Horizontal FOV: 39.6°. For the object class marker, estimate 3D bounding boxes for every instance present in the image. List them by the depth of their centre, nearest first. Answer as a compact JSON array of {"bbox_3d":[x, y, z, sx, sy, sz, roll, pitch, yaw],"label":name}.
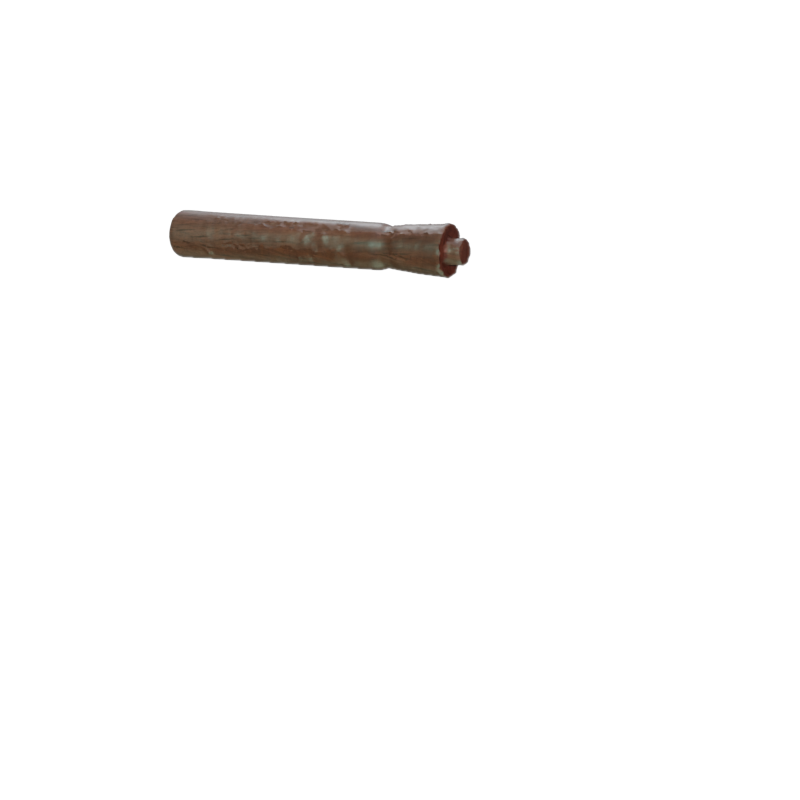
[{"bbox_3d":[-0.032,-0.058,0.407,0.126,0.020,0.019,8,7,30],"label":"marker"}]
